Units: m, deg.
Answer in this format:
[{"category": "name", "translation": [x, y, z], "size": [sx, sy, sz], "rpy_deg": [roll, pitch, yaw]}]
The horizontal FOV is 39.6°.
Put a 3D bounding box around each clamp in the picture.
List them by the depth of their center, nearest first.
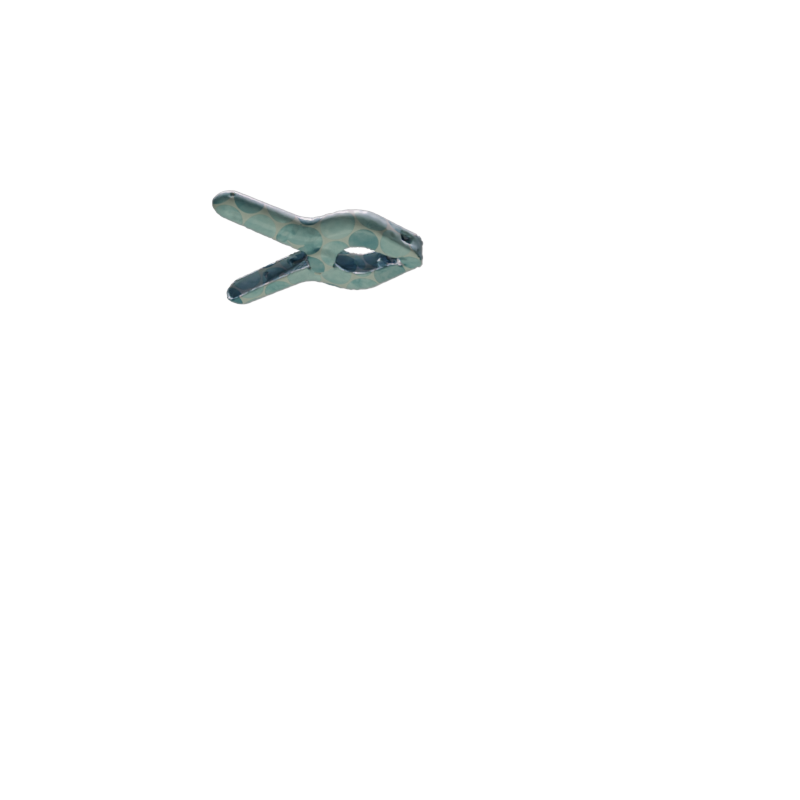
[{"category": "clamp", "translation": [-0.070, -0.127, 0.891], "size": [0.173, 0.042, 0.111], "rpy_deg": [-6, -35, 8]}]
